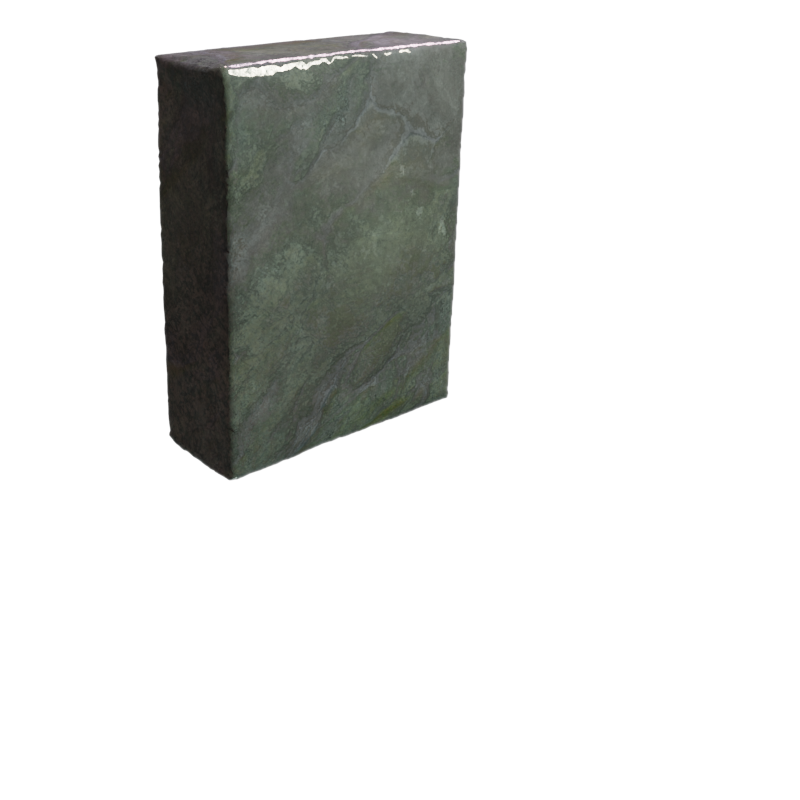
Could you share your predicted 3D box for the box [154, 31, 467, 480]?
[{"bbox_3d":[-0.047,-0.086,0.604,0.161,0.205,0.076,-17,25,-40],"label":"box"}]
